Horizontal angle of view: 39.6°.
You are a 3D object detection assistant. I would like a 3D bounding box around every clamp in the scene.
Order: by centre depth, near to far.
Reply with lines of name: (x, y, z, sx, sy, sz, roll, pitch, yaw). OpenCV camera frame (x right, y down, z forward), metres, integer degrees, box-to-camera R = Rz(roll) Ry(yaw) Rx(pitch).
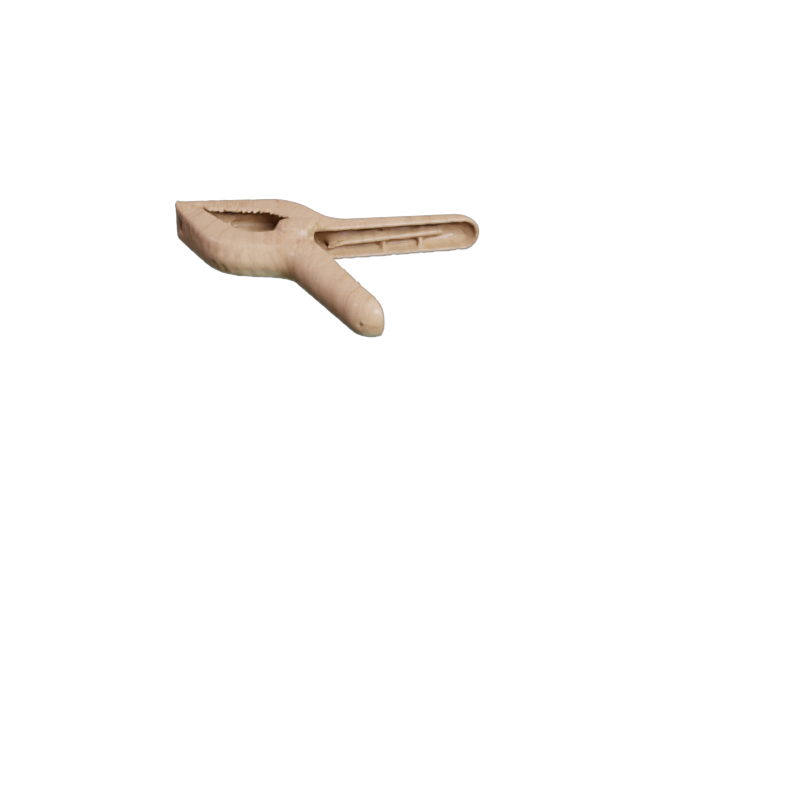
clamp: (-0.060, -0.109, 0.764, 0.221, 0.034, 0.165, 19, 34, 29)
